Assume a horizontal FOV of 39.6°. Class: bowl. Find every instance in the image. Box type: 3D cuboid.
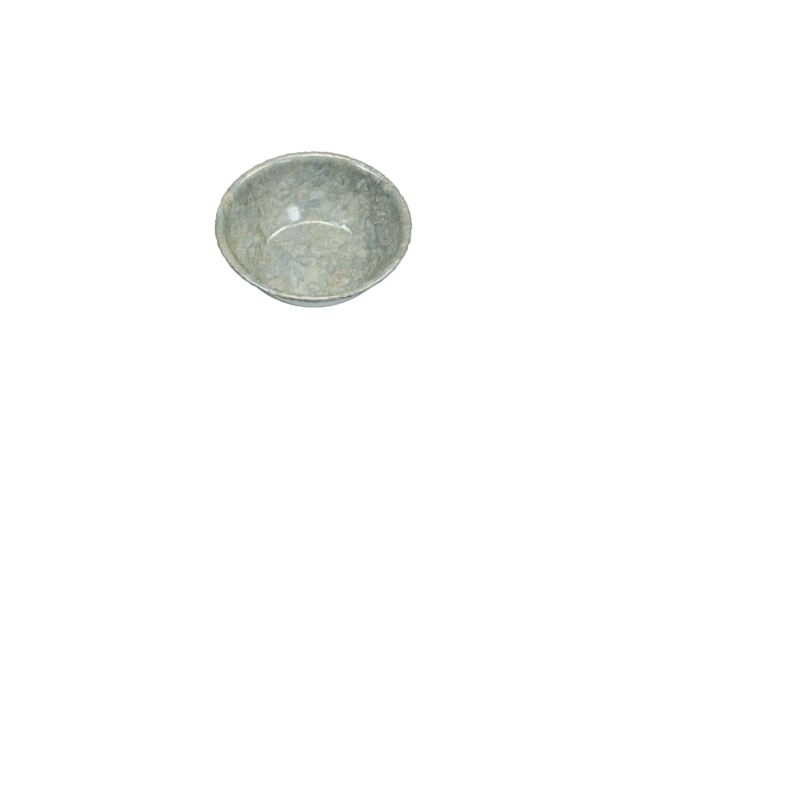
[{"bbox_3d":[-0.073,-0.133,0.929,0.162,0.174,0.051,-1,-36,-1],"label":"bowl"}]
